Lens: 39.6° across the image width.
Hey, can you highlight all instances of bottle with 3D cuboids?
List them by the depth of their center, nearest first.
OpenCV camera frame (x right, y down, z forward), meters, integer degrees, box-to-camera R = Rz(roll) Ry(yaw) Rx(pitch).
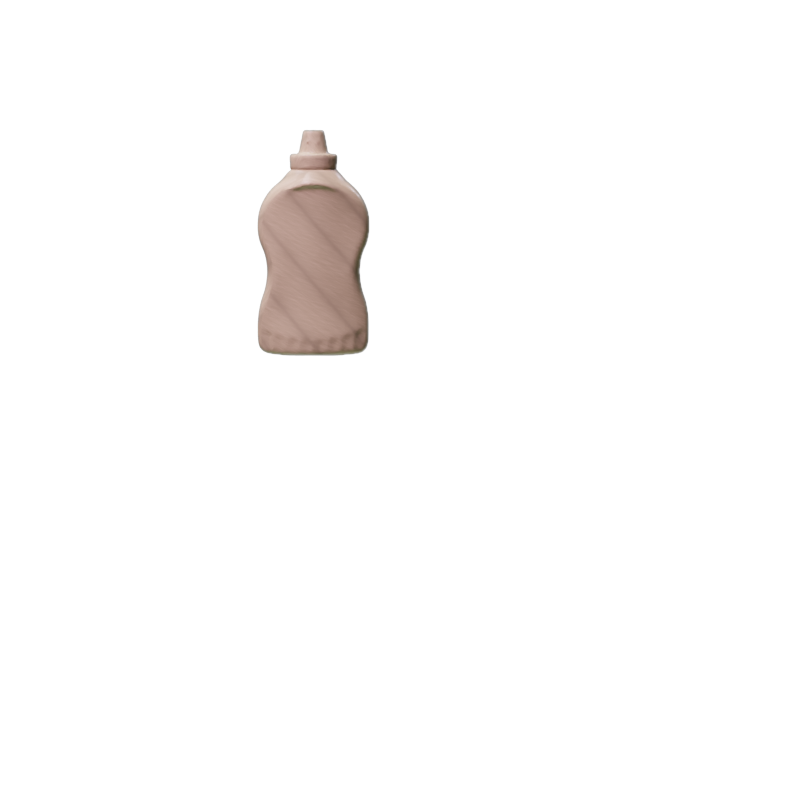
[{"bbox_3d":[-0.075,-0.137,0.958,0.096,0.189,0.059,0,6,1],"label":"bottle"}]
